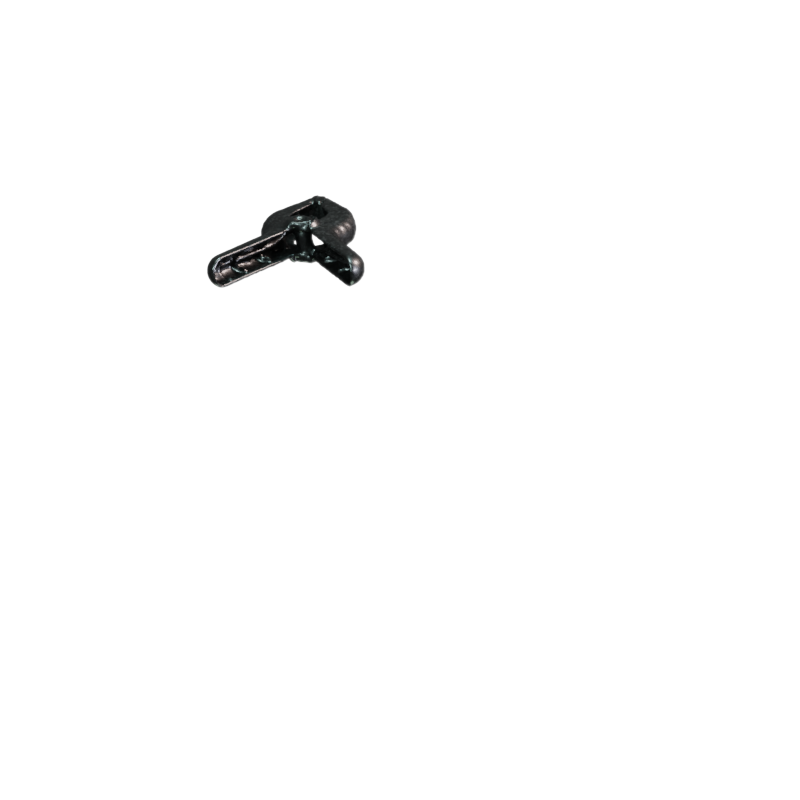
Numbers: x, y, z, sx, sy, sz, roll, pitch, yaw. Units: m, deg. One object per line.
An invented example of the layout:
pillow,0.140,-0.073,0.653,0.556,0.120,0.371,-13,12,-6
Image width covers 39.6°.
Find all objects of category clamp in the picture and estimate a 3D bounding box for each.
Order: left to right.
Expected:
clamp,-0.070,-0.128,0.897,0.123,0.037,0.177,8,30,14
